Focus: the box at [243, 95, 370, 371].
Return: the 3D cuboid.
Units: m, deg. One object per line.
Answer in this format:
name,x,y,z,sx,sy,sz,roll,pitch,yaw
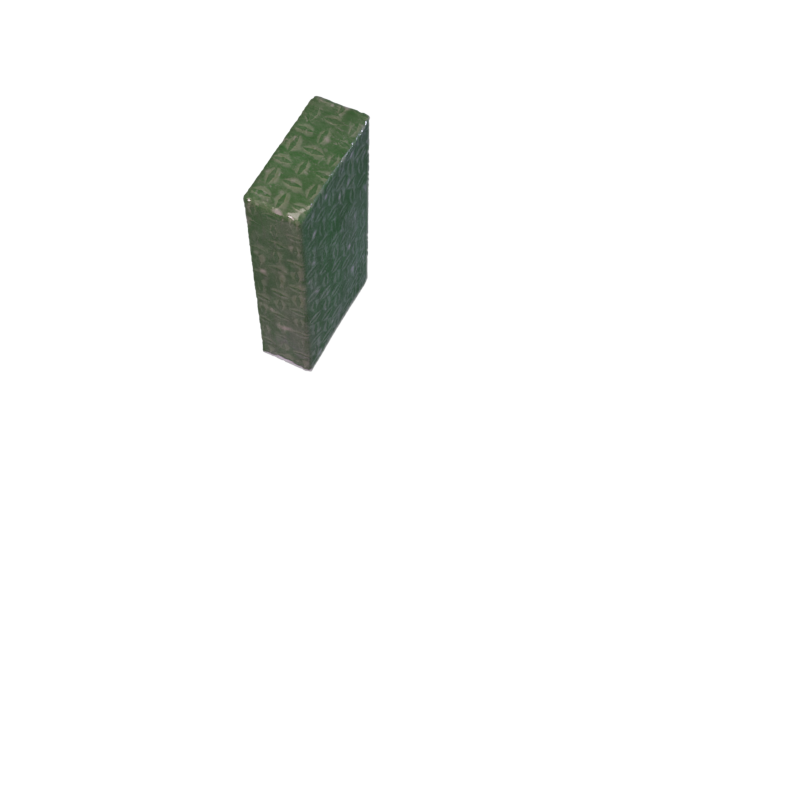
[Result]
box,-0.056,-0.103,0.721,0.049,0.097,0.166,24,-28,9
